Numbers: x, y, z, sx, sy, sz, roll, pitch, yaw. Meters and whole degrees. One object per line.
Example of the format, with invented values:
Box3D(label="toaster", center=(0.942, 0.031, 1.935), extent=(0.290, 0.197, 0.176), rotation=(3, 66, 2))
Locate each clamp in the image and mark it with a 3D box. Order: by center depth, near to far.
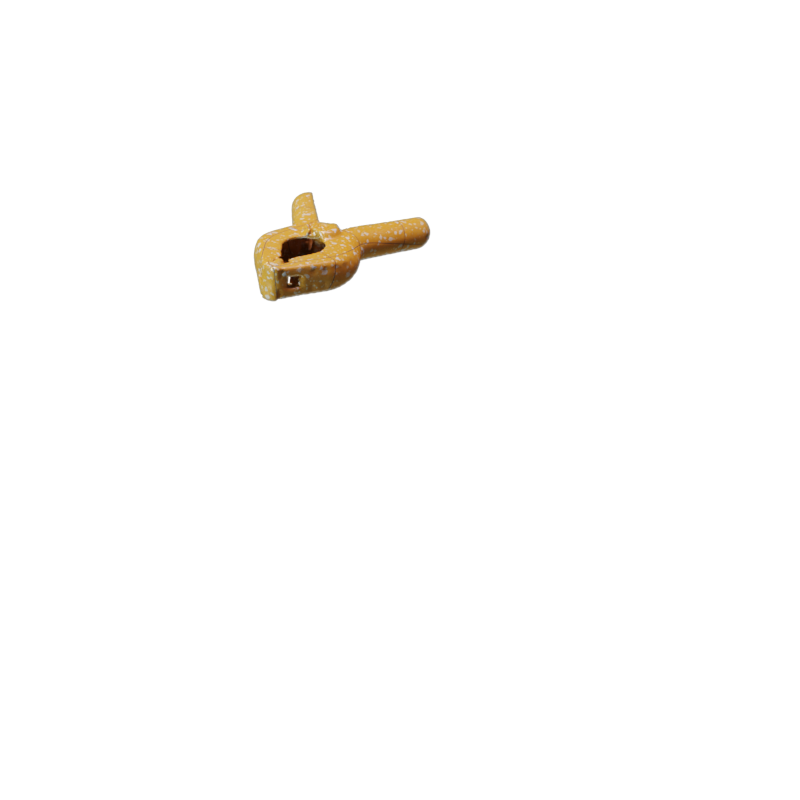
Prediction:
Box3D(label="clamp", center=(-0.067, -0.122, 0.858), extent=(0.126, 0.037, 0.171), rotation=(15, 28, 30))
